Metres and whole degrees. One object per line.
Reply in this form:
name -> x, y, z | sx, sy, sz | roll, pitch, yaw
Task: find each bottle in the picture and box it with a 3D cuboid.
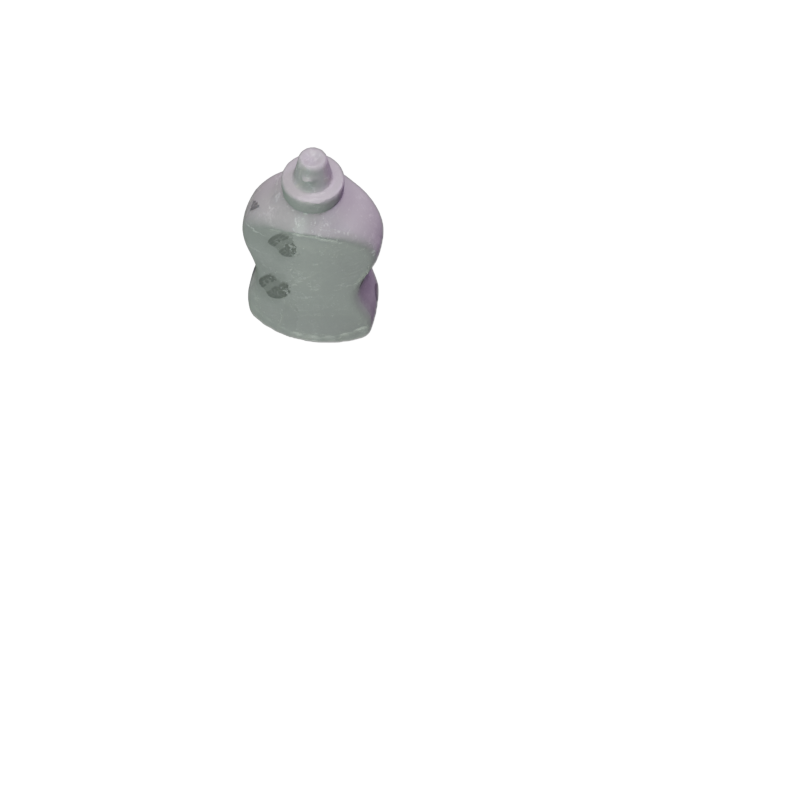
bottle -> -0.061, -0.110, 0.773 | 0.097, 0.061, 0.180 | 14, -29, 4
